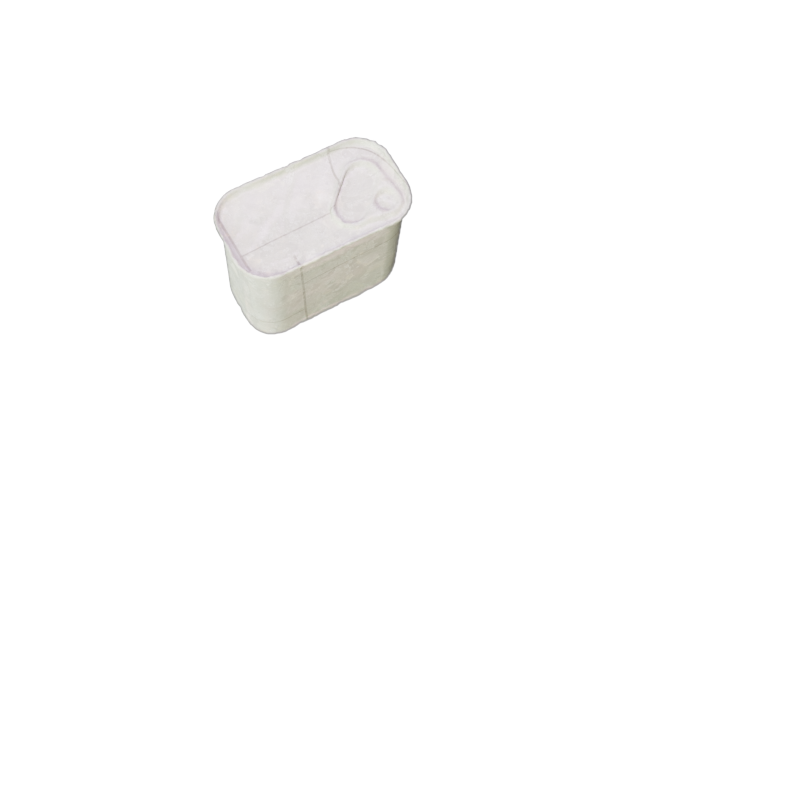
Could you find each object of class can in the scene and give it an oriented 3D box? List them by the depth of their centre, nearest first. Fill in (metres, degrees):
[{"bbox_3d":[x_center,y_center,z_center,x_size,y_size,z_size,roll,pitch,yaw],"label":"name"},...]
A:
[{"bbox_3d":[-0.048,-0.088,0.613,0.102,0.061,0.079,-27,-19,-13],"label":"can"}]
